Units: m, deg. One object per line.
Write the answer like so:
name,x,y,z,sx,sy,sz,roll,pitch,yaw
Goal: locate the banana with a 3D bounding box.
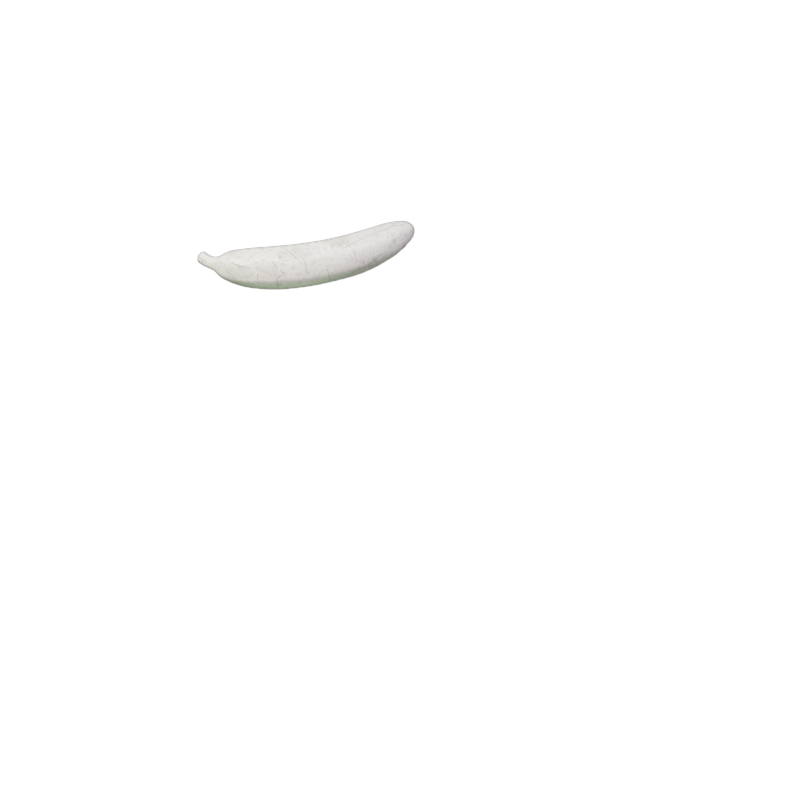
banana,-0.076,-0.128,0.969,0.196,0.034,0.075,-8,40,-10
